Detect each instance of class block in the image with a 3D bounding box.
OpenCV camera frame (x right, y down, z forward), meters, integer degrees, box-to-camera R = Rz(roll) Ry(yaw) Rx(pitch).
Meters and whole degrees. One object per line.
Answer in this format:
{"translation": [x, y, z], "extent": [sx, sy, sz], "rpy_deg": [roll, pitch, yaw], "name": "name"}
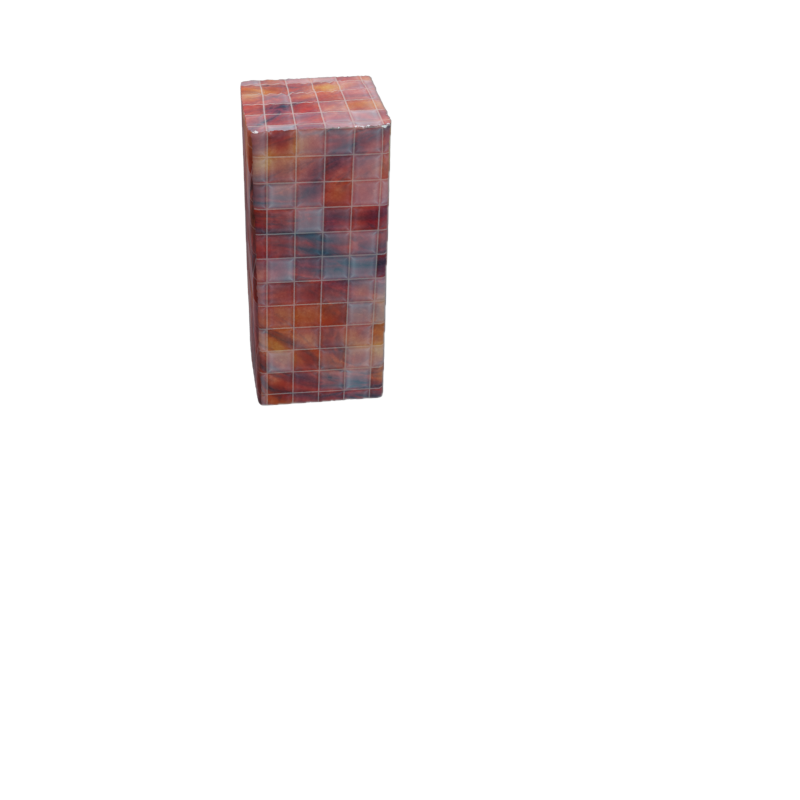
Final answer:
{"translation": [-0.059, -0.108, 0.757], "extent": [0.090, 0.194, 0.097], "rpy_deg": [-3, 32, -8], "name": "block"}
